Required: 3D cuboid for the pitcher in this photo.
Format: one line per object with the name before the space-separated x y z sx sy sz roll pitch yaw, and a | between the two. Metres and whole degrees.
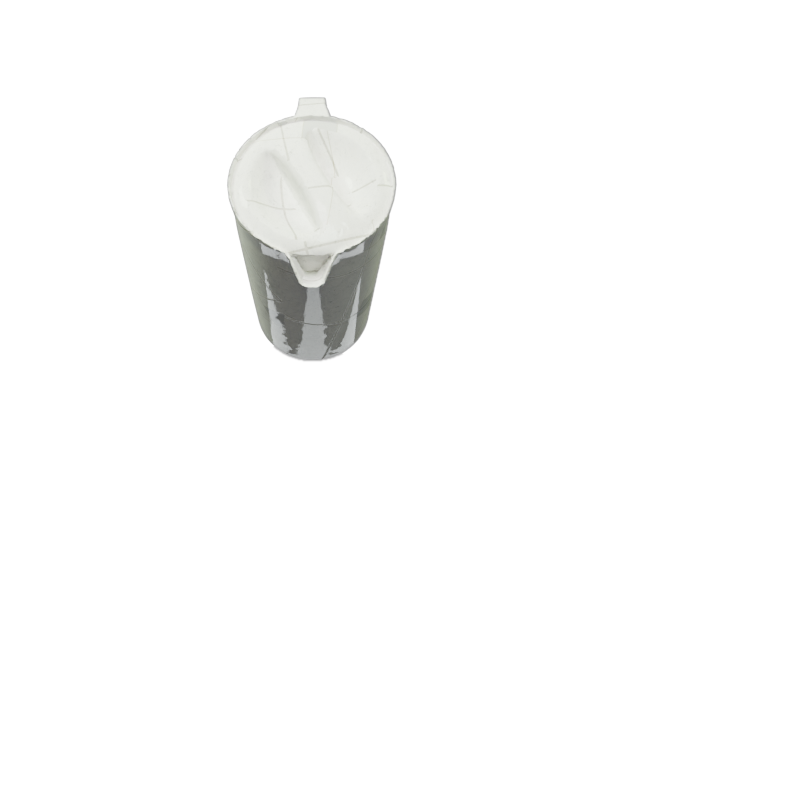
pitcher | -0.076 -0.139 0.977 0.151 0.151 0.230 41 -20 14
